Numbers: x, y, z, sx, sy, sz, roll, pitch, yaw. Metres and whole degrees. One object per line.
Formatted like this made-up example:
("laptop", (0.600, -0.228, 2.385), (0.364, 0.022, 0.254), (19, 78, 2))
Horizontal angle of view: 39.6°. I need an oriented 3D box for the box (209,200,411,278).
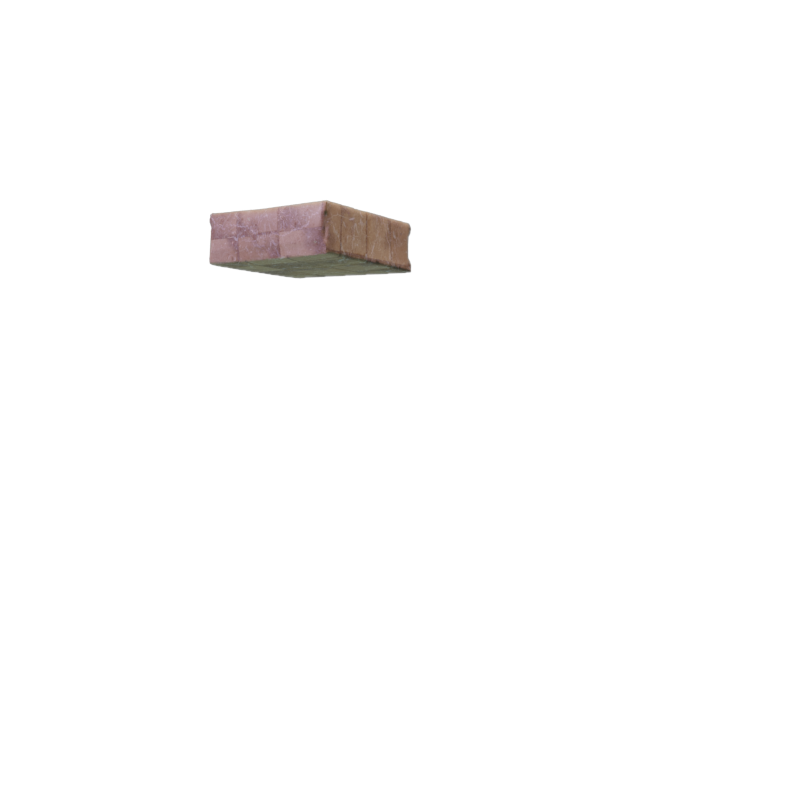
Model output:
("box", (-0.046, -0.084, 0.587), (0.075, 0.030, 0.086), (0, 0, 31))
